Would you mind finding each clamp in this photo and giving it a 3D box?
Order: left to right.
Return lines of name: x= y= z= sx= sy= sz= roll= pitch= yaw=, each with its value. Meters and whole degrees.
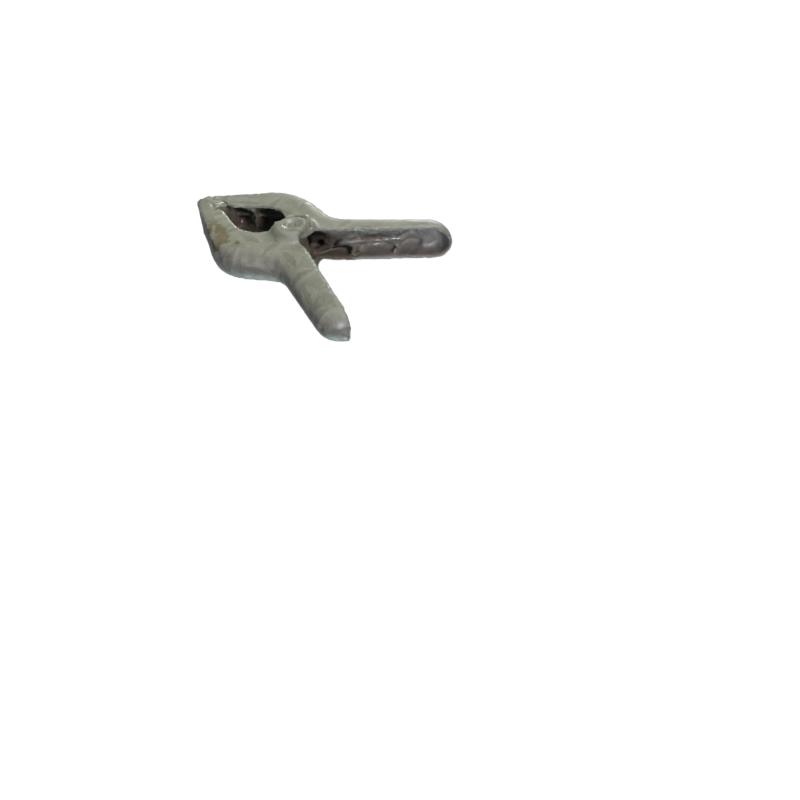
clamp: x=-0.056 y=-0.102 z=0.714 sx=0.120 sy=0.037 sz=0.183 roll=-29 pitch=45 yaw=-34
